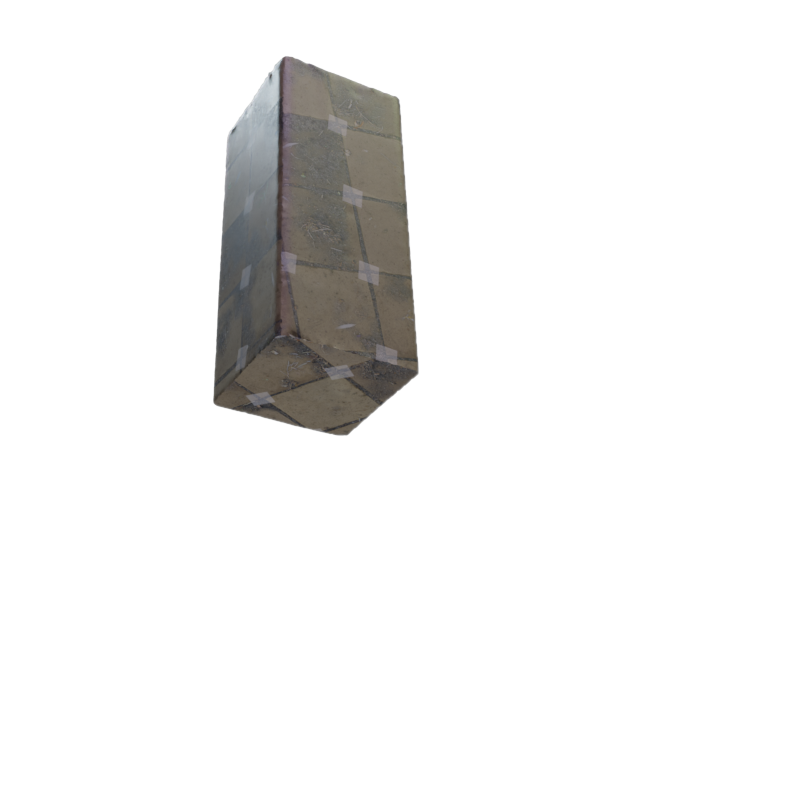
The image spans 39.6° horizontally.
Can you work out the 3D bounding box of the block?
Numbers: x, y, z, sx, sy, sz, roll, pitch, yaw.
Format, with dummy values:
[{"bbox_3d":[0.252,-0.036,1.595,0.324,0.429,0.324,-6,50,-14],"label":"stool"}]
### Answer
[{"bbox_3d":[-0.054,-0.097,0.681,0.086,0.220,0.088,16,-37,-25],"label":"block"}]
